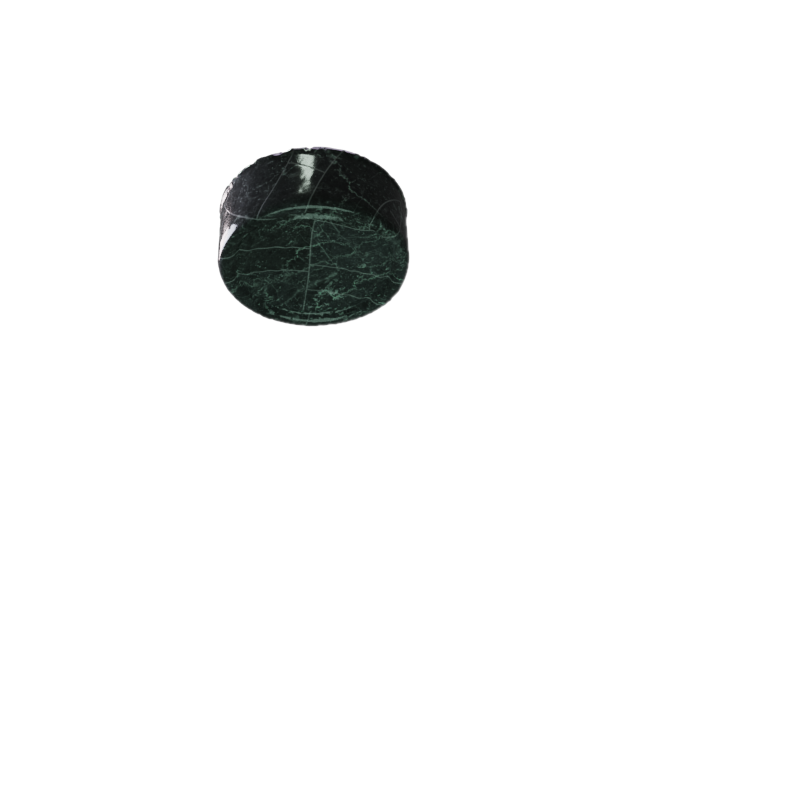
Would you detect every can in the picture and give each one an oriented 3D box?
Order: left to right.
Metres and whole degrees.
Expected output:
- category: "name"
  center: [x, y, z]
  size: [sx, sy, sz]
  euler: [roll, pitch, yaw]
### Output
- category: "can"
  center: [-0.039, -0.071, 0.496]
  size: [0.086, 0.036, 0.080]
  euler: [1, -37, -2]
